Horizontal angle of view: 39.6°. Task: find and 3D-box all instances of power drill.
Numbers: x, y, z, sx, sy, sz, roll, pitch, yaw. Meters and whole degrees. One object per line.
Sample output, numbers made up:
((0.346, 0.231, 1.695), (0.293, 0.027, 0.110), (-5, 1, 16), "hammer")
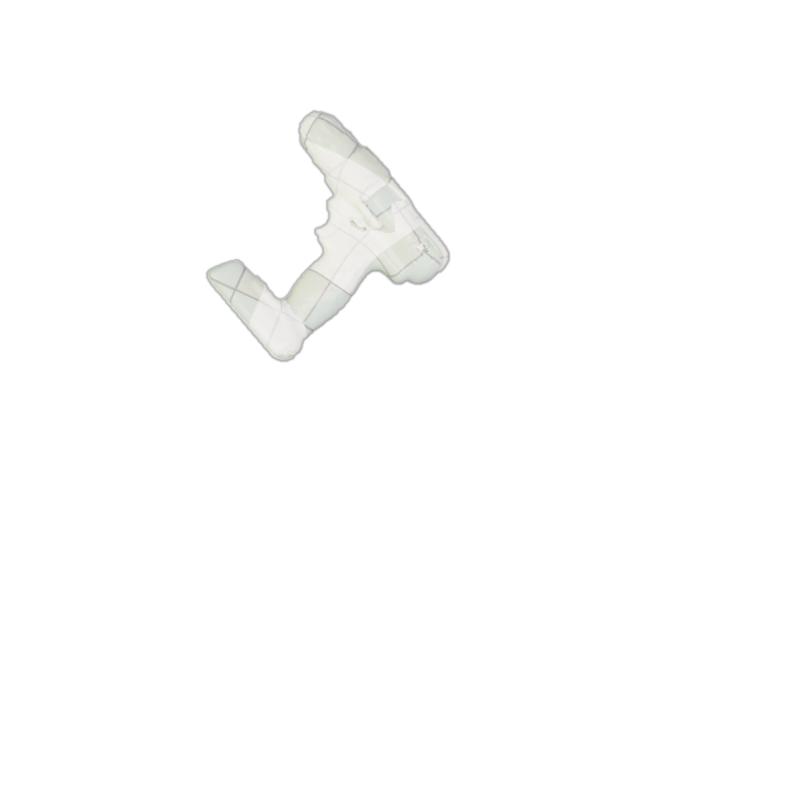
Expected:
((-0.077, -0.141, 0.986), (0.188, 0.188, 0.056), (-39, -7, -6), "power drill")
